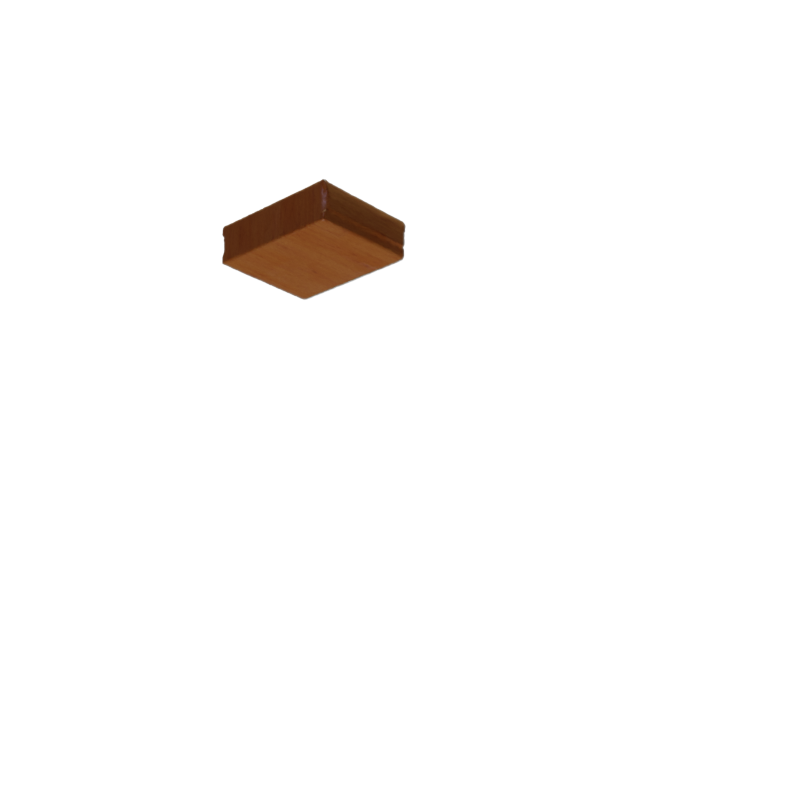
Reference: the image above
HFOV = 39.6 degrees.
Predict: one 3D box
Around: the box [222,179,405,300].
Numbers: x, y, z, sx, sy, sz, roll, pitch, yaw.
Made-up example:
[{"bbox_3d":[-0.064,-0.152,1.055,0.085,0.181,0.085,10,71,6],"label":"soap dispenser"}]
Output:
[{"bbox_3d":[-0.053,-0.097,0.678,0.090,0.032,0.068,-19,-28,38],"label":"box"}]
